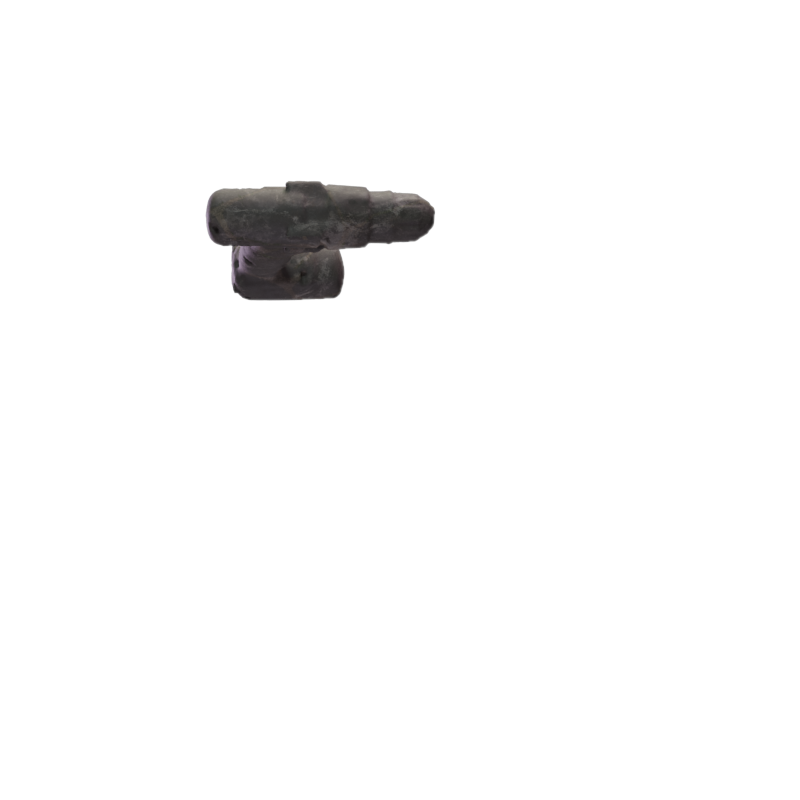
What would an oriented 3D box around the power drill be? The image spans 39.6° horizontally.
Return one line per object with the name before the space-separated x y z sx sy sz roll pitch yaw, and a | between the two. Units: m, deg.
power drill | -0.075 -0.137 0.957 0.183 0.060 0.182 1 -13 -7
